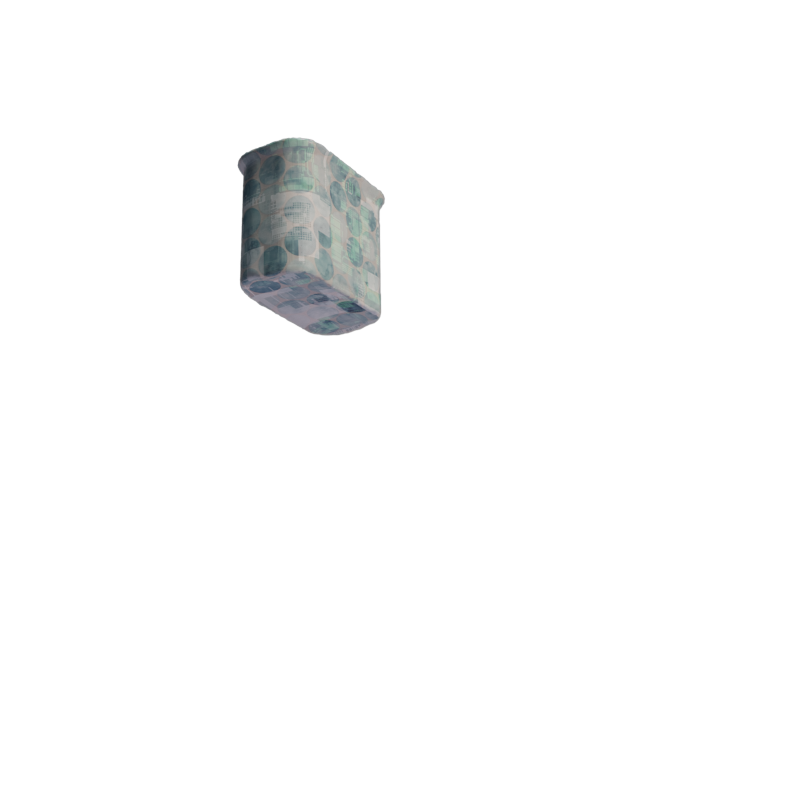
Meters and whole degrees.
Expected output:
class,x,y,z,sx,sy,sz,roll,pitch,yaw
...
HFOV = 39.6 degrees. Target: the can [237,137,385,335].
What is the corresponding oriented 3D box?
class,x,y,z,sx,sy,sz,roll,pitch,yaw
can,-0.052,-0.094,0.660,0.058,0.088,0.095,-15,-26,29
